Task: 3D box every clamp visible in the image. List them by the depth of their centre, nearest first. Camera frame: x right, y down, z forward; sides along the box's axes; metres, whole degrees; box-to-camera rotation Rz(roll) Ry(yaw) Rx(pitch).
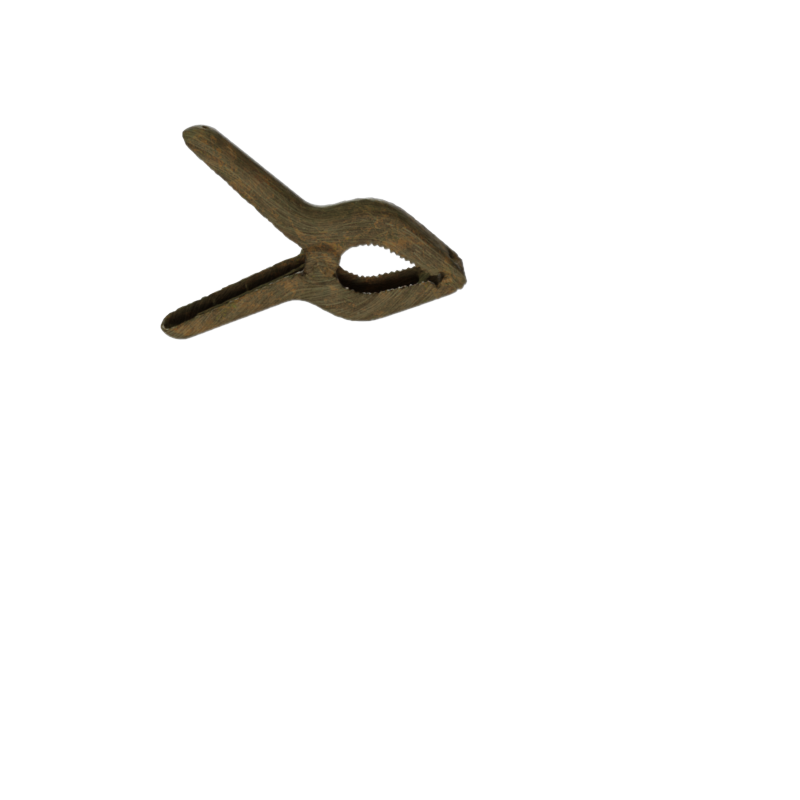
[{"bbox_3d":[-0.059,-0.107,0.748,0.209,0.154,0.039,3,35,-2],"label":"clamp"}]
